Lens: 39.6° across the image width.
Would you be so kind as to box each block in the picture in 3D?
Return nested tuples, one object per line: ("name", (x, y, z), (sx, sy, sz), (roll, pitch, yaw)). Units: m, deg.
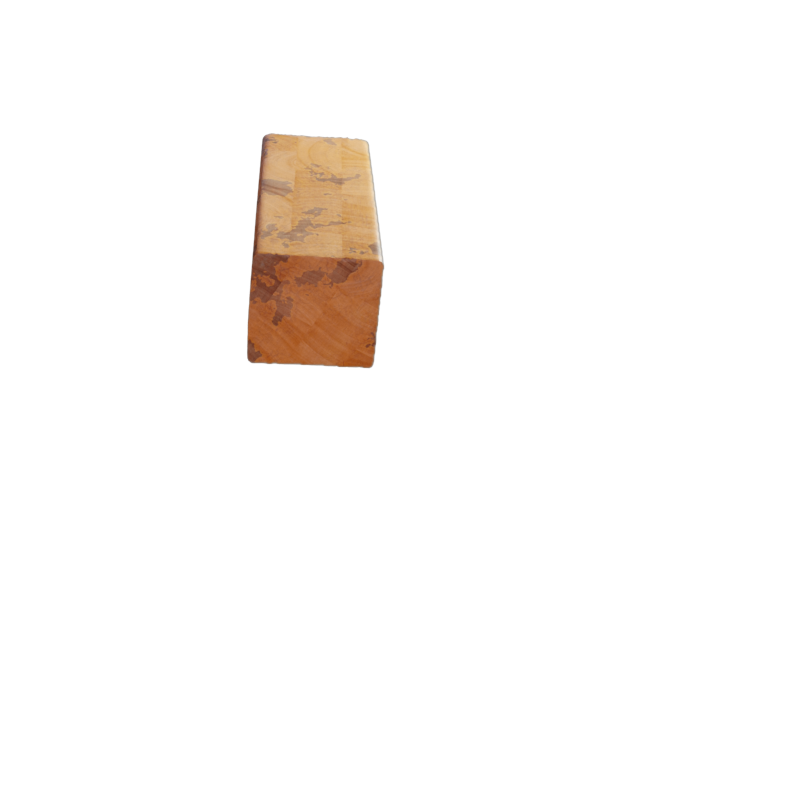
("block", (-0.066, -0.121, 0.846), (0.090, 0.085, 0.220), (2, 33, -5))
